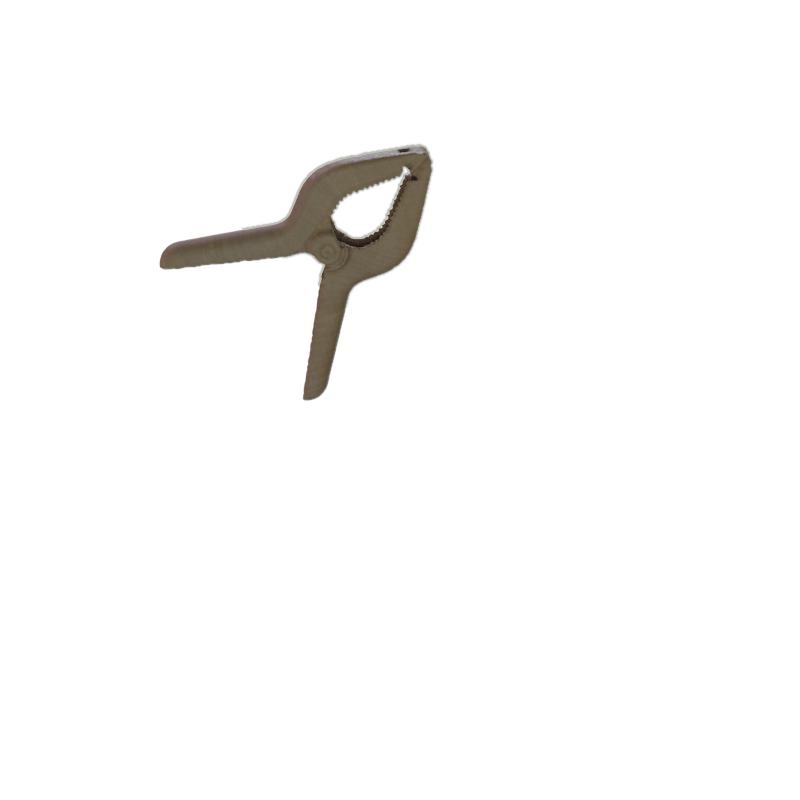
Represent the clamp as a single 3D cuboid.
[{"bbox_3d":[-0.064,-0.117,0.822,0.159,0.207,0.038,38,15,-13],"label":"clamp"}]
